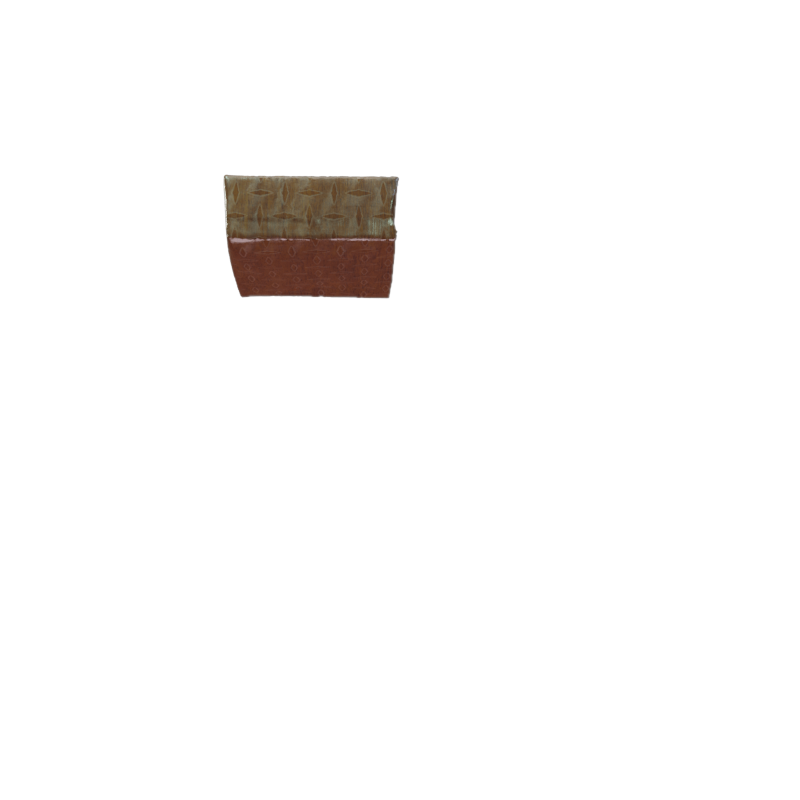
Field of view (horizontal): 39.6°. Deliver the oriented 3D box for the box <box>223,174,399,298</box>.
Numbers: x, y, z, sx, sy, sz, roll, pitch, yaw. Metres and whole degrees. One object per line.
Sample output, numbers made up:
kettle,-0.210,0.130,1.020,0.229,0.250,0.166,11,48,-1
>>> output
box,-0.048,-0.086,0.605,0.090,0.040,0.110,0,-10,-2
